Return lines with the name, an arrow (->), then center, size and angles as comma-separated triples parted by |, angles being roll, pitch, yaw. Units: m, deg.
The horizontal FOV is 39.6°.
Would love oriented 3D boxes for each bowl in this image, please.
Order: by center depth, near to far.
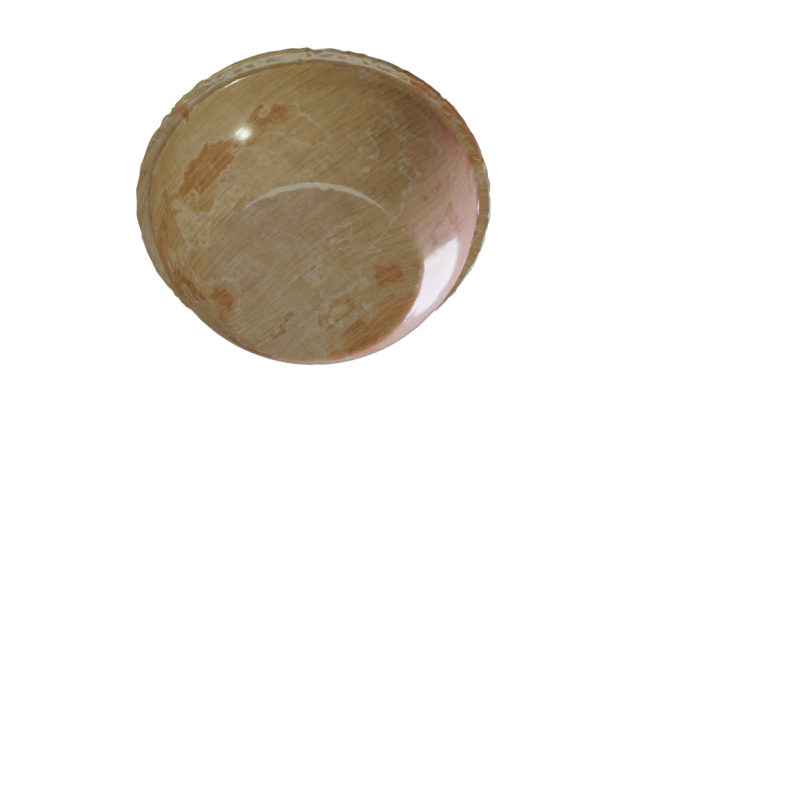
bowl -> -0.038, -0.069, 0.485 | 0.162, 0.152, 0.059 | 1, 35, -1
